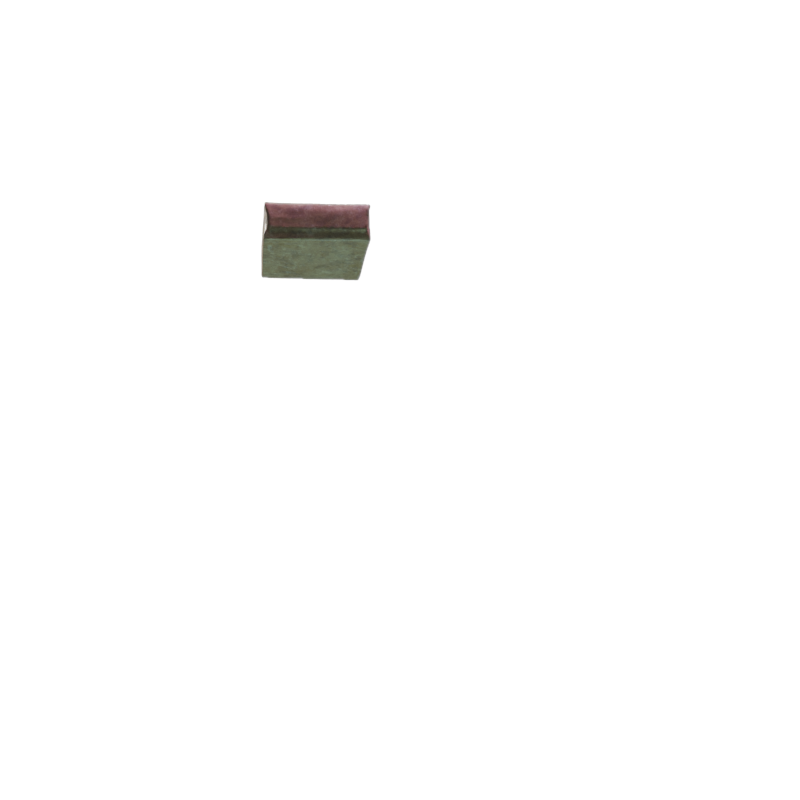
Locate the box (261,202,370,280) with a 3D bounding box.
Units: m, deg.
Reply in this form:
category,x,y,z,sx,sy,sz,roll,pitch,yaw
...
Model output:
category,x,y,z,sx,sy,sz,roll,pitch,yaw
box,-0.061,-0.112,0.784,0.073,0.031,0.086,1,-14,-5
